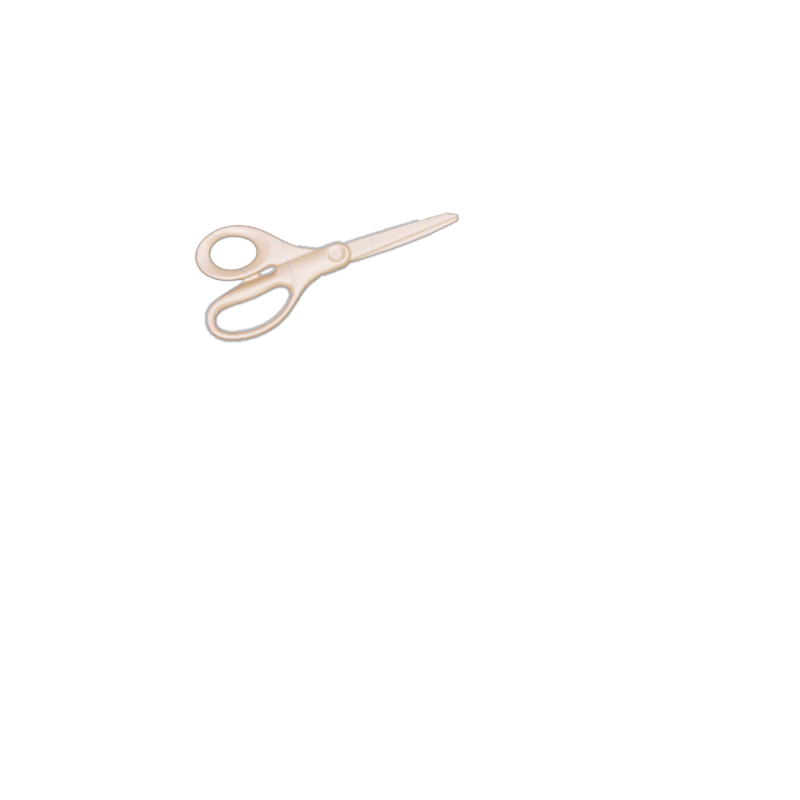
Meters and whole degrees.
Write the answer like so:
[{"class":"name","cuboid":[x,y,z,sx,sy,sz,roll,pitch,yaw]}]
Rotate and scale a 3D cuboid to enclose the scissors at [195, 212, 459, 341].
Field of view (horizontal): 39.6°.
[{"class":"scissors","cuboid":[-0.064,-0.118,0.823,0.202,0.101,0.015,-34,-17,-12]}]
